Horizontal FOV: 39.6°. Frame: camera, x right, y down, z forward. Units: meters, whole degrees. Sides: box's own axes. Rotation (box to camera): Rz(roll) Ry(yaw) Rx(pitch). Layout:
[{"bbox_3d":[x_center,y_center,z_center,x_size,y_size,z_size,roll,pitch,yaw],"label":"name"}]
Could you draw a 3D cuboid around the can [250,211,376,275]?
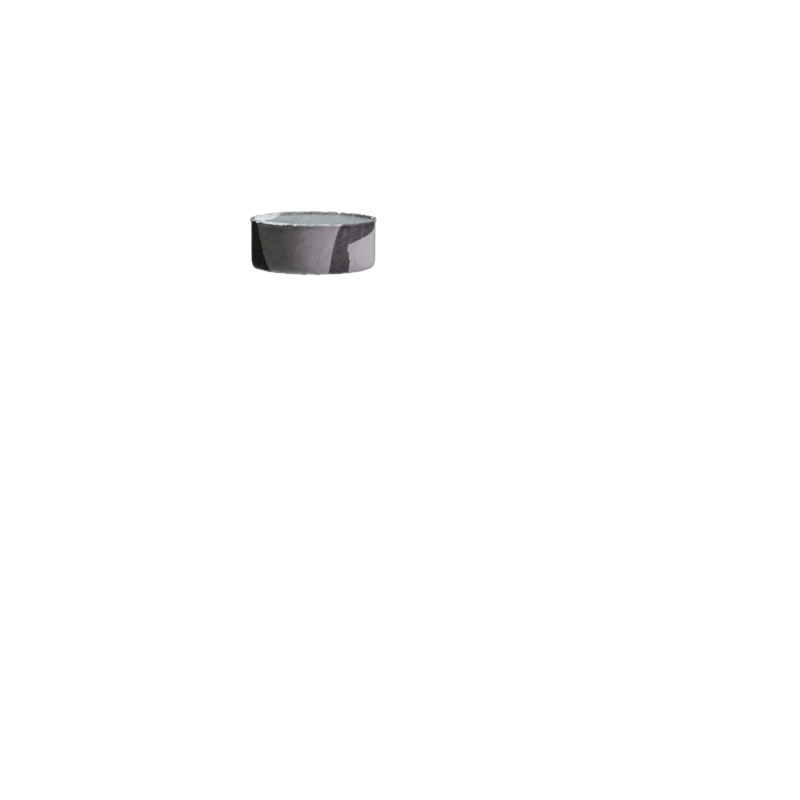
[{"bbox_3d":[-0.059,-0.107,0.752,0.086,0.033,0.088,0,14,-2],"label":"can"}]
